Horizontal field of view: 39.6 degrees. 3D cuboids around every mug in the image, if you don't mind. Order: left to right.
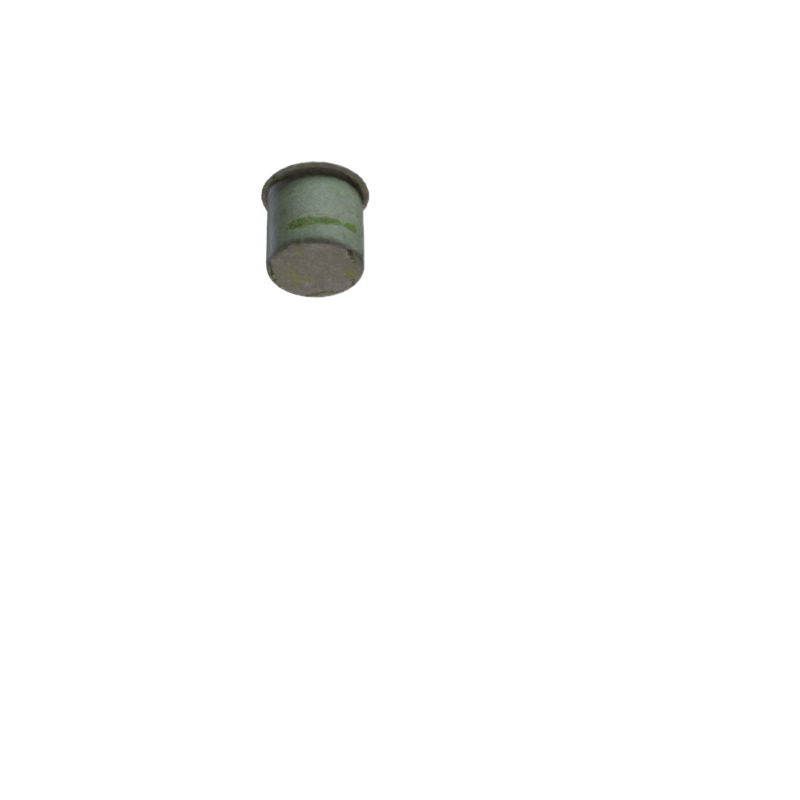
[{"bbox_3d":[-0.074,-0.134,0.940,0.092,0.087,0.111,5,-32,-10],"label":"mug"}]
